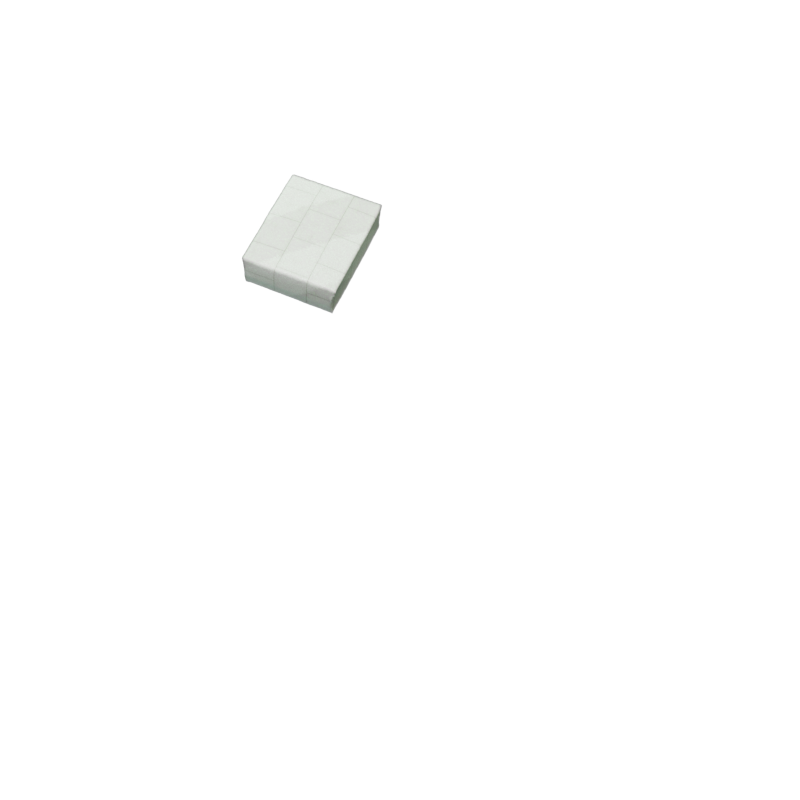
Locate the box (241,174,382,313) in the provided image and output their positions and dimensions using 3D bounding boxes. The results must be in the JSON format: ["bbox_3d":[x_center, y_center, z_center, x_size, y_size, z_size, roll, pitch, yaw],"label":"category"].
[{"bbox_3d":[-0.078,-0.142,0.996,0.092,0.118,0.036,18,-32,12],"label":"box"}]
